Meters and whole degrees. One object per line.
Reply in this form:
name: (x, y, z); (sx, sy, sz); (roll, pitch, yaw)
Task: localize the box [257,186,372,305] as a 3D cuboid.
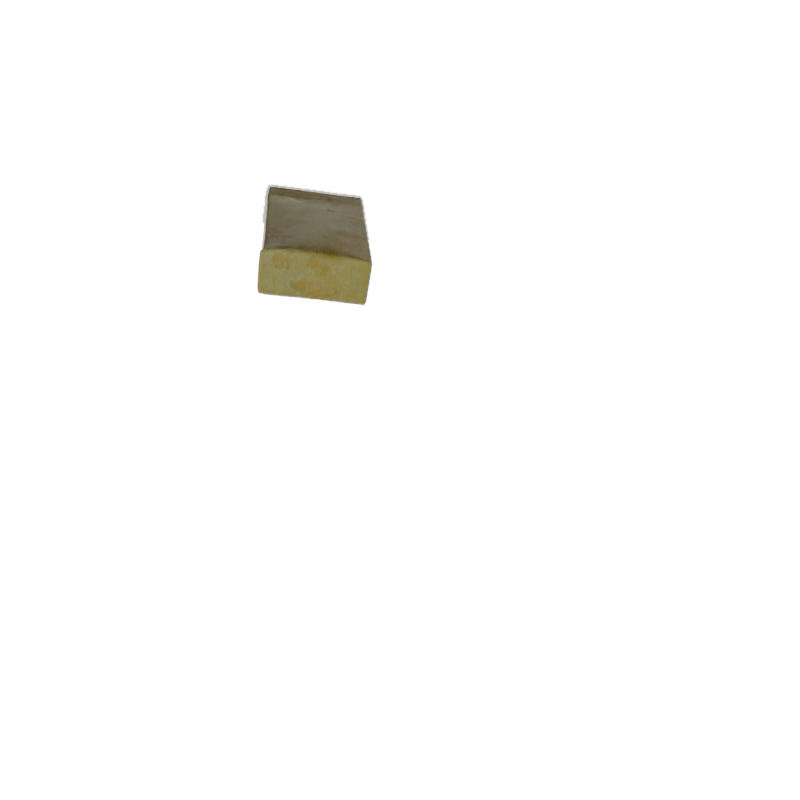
box: (-0.077, -0.141, 0.987); (0.093, 0.046, 0.185); (6, 24, -6)
